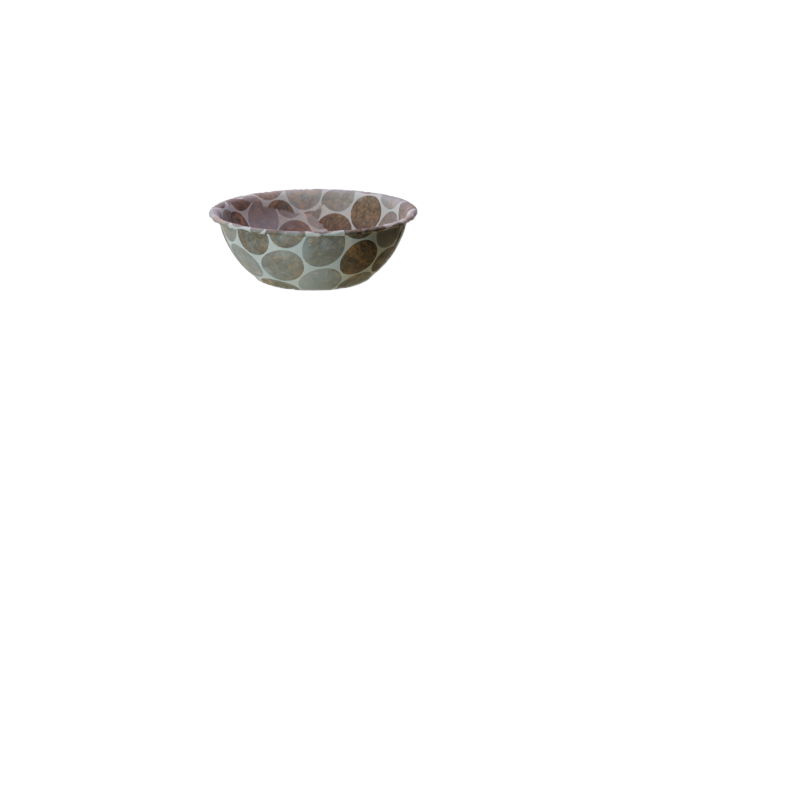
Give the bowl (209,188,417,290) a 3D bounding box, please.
[{"bbox_3d":[-0.068,-0.124,0.868,0.162,0.053,0.169,-1,20,-2],"label":"bowl"}]
